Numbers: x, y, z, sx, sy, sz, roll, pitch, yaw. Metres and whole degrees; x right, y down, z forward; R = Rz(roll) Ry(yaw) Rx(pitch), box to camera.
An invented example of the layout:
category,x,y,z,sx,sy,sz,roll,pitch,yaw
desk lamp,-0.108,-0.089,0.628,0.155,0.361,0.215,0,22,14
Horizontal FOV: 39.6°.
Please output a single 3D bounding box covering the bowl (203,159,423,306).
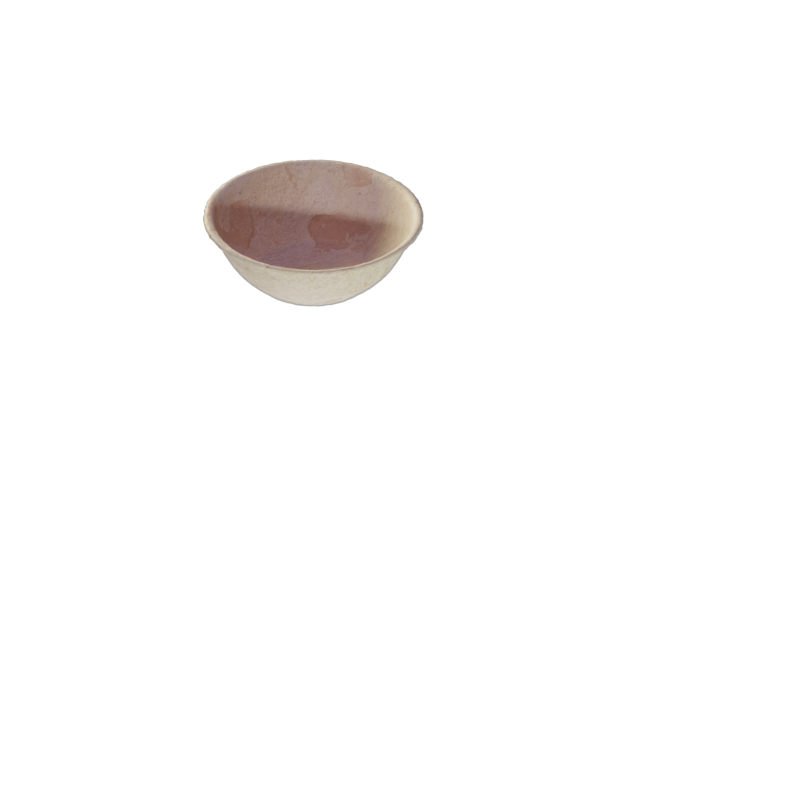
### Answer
category,x,y,z,sx,sy,sz,roll,pitch,yaw
bowl,-0.065,-0.118,0.825,0.162,0.051,0.173,-1,37,-2
